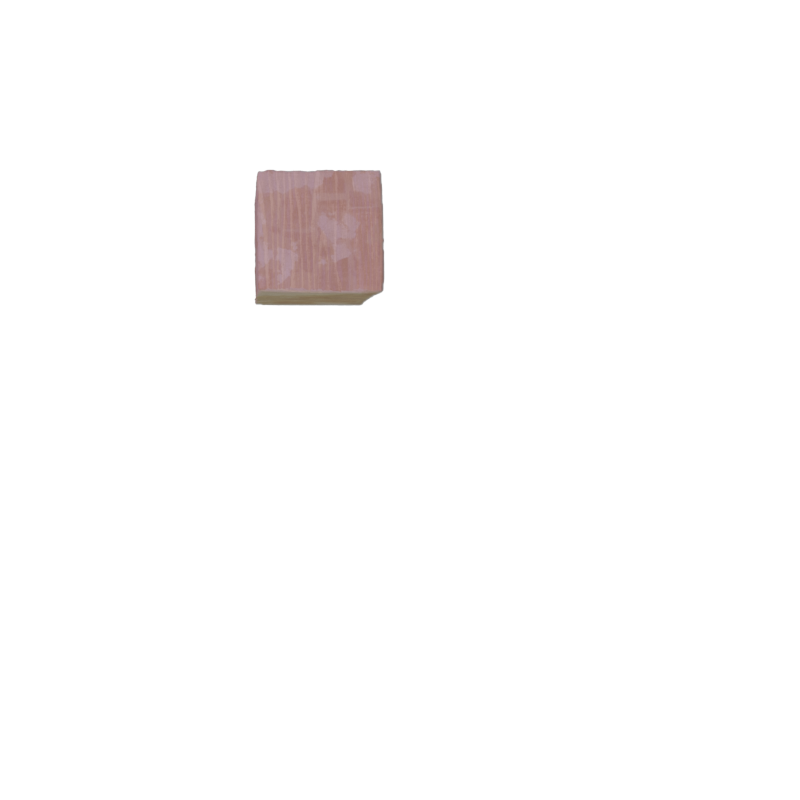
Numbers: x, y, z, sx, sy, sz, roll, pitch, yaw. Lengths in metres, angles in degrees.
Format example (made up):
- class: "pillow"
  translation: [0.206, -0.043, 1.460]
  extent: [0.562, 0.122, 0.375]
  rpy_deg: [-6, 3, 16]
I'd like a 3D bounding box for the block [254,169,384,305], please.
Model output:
- class: "block"
  translation: [-0.038, -0.070, 0.487]
  extent: [0.052, 0.052, 0.078]
  rpy_deg: [0, -1, -8]
